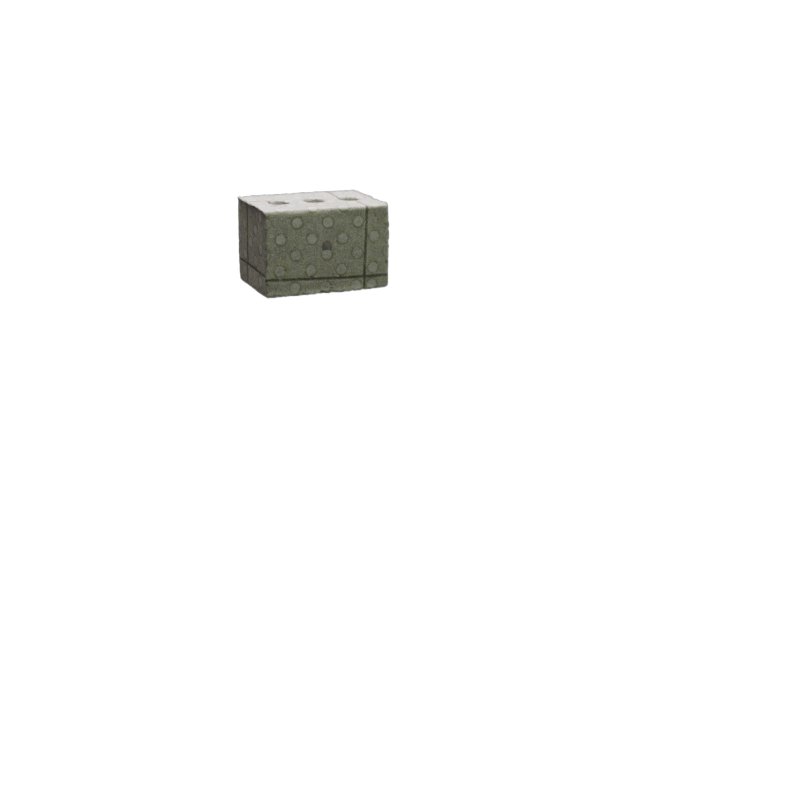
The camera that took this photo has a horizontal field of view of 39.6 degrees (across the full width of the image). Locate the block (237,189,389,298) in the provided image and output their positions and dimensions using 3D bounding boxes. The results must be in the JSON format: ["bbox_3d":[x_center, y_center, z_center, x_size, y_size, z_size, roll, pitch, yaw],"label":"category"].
[{"bbox_3d":[-0.051,-0.093,0.651,0.076,0.050,0.056,-7,17,-22],"label":"block"}]
